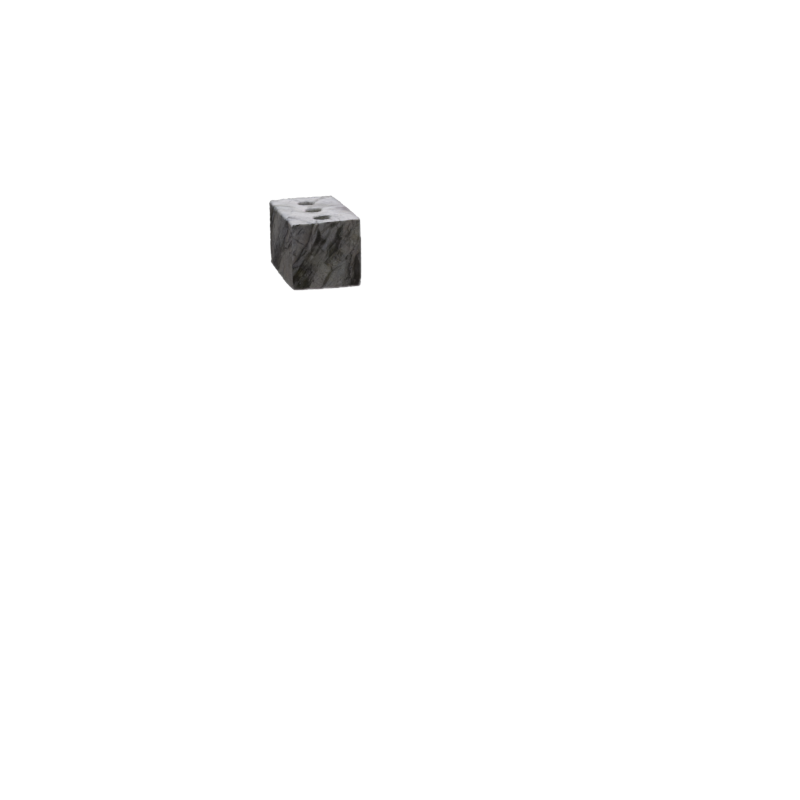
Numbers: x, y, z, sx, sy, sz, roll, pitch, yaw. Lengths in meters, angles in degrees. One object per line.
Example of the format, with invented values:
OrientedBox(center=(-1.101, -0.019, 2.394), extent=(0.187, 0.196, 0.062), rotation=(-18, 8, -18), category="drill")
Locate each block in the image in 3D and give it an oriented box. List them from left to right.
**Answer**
OrientedBox(center=(-0.065, -0.119, 0.834), extent=(0.052, 0.049, 0.083), rotation=(-6, 22, -17), category="block")
